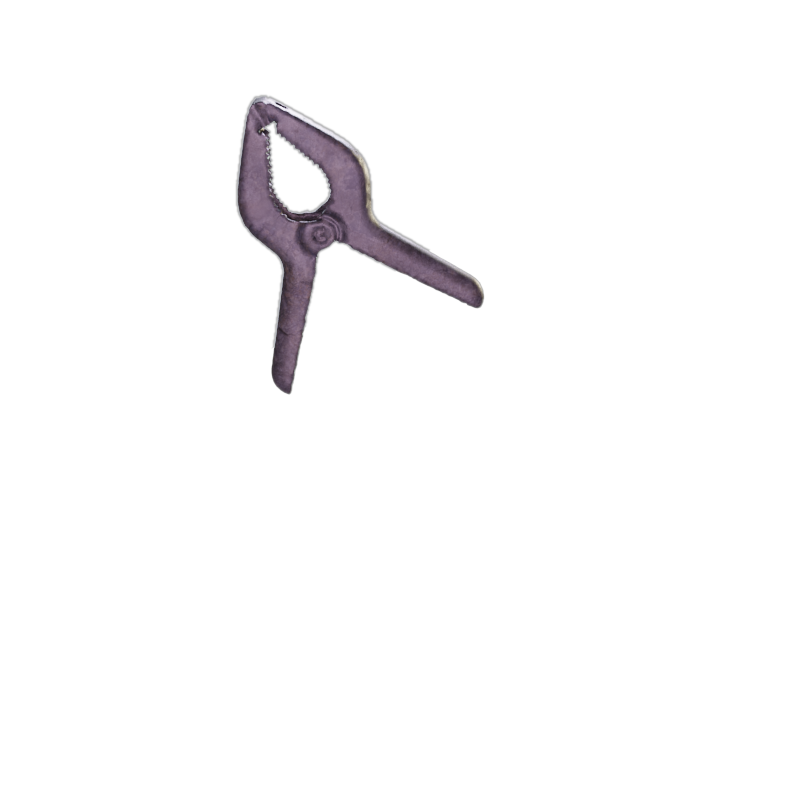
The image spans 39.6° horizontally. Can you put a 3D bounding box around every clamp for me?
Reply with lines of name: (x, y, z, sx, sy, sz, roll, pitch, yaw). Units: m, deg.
clamp: (-0.061, -0.111, 0.780, 0.164, 0.203, 0.038, -32, 14, 9)
